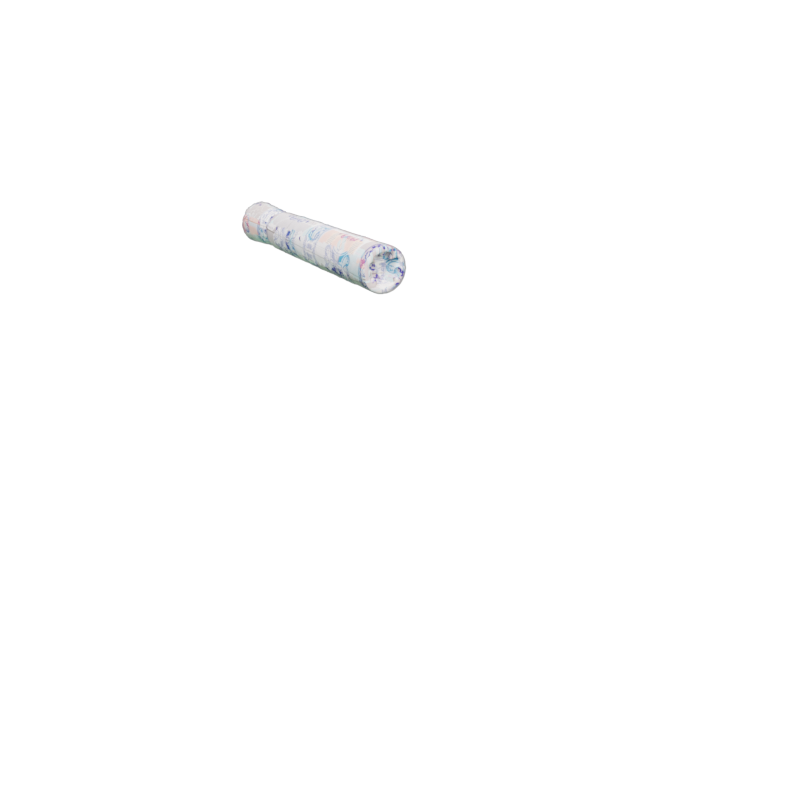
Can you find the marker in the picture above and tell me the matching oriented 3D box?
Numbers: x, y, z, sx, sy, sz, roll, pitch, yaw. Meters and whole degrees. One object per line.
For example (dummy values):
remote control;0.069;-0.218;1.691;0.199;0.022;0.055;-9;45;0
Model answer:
marker;-0.036;-0.066;0.463;0.019;0.019;0.128;-2;17;-29
